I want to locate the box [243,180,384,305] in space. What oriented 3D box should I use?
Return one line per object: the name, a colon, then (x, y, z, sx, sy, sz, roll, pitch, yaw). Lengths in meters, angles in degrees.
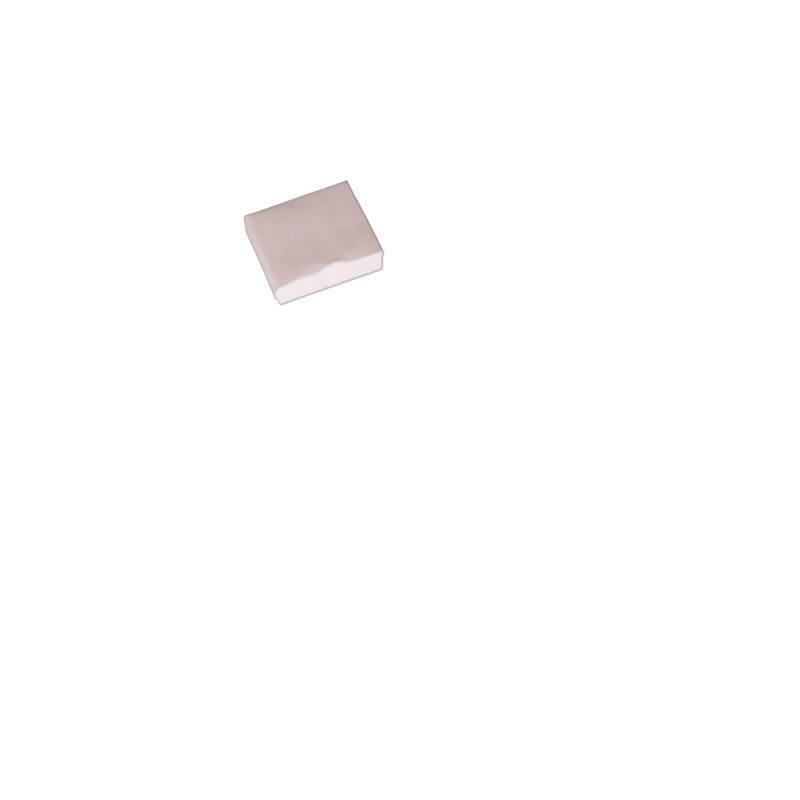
box: (-0.067, -0.122, 0.853, 0.089, 0.078, 0.028, -20, -28, -12)
